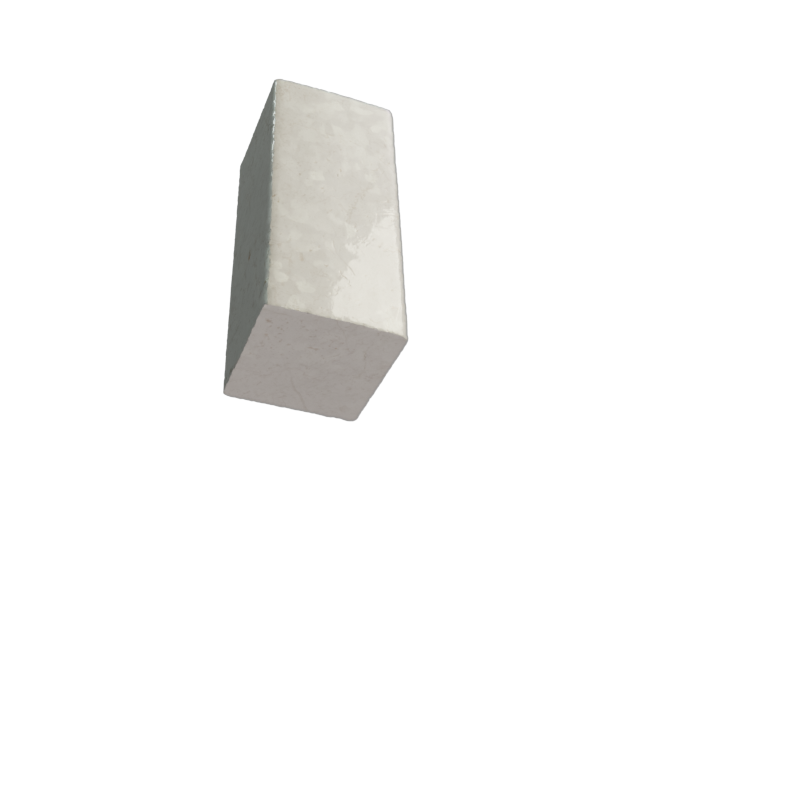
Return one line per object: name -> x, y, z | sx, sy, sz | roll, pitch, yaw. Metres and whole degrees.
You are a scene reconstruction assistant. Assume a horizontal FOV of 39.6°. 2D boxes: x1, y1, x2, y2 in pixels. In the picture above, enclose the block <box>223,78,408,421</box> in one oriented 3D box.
block -> -0.056, -0.103, 0.725 | 0.088, 0.221, 0.087 | 13, -43, -18
